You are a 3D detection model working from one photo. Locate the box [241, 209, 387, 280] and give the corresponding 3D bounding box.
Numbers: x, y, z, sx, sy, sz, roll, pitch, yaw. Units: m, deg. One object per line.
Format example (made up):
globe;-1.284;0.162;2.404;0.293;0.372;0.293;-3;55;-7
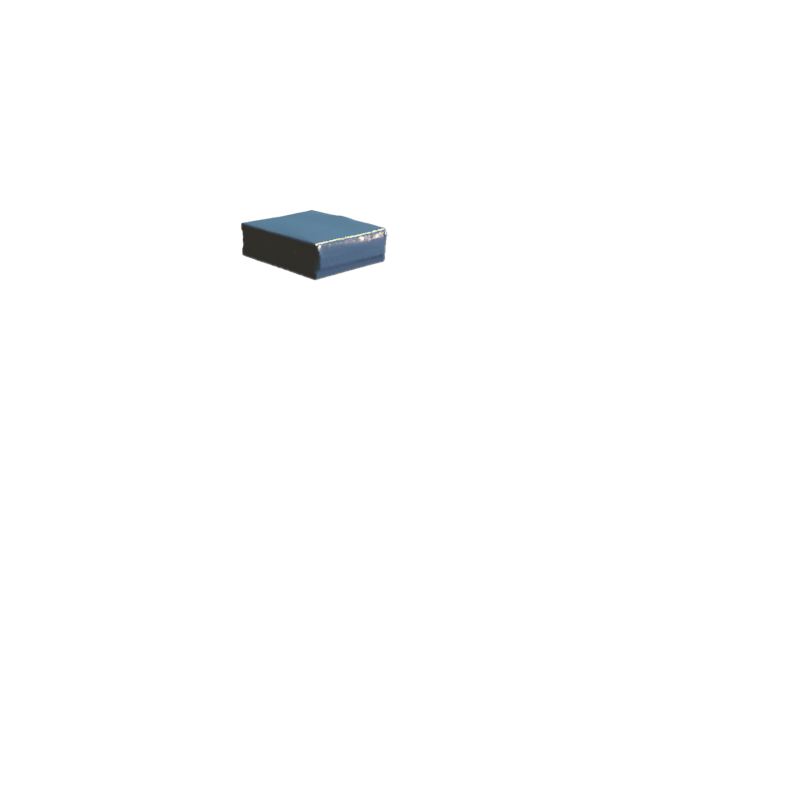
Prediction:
box;-0.066;-0.121;0.846;0.072;0.029;0.095;-18;28;-40
